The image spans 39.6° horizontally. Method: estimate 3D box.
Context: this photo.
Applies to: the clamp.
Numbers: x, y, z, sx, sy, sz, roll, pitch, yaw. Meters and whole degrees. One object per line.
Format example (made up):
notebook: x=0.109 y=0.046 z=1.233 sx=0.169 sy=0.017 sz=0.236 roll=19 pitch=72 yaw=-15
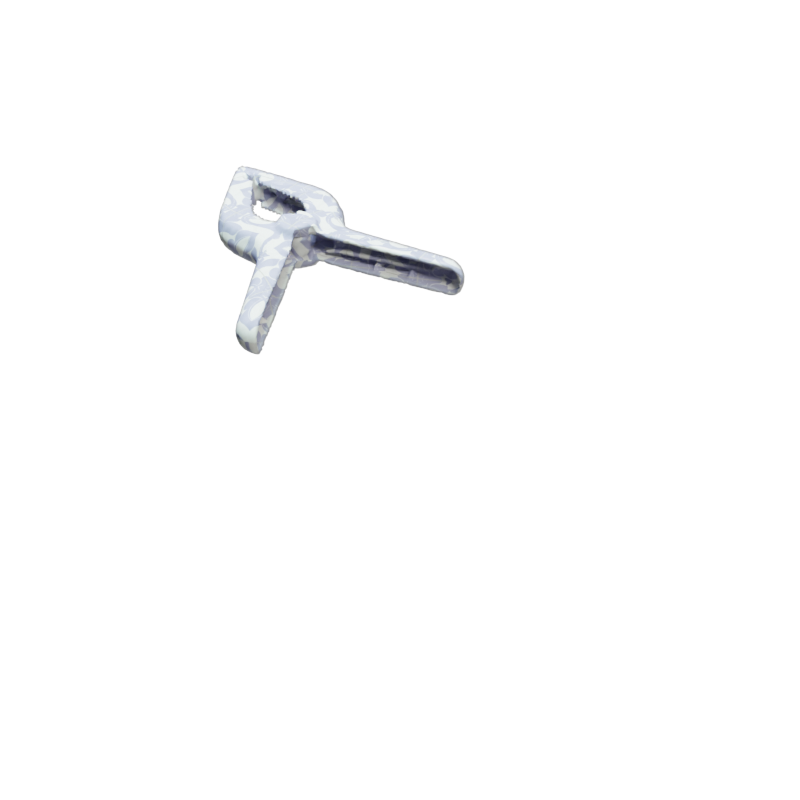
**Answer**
clamp: x=-0.063 y=-0.114 z=0.801 sx=0.162 sy=0.034 sz=0.227 roll=-13 pitch=39 yaw=-16
